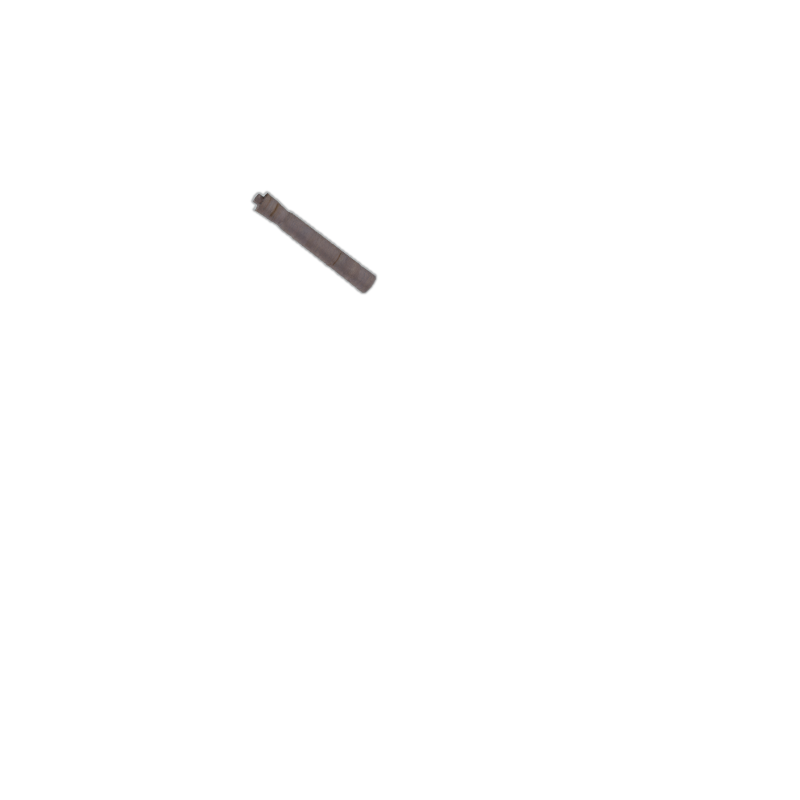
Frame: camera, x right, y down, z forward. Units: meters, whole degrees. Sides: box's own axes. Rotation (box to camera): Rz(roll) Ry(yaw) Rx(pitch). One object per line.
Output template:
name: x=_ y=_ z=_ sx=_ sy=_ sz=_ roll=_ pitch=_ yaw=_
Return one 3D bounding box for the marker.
marker: x=-0.071 y=-0.130 z=0.910 sx=0.118 sy=0.020 sz=0.020 roll=37 pitch=-6 yaw=-11
